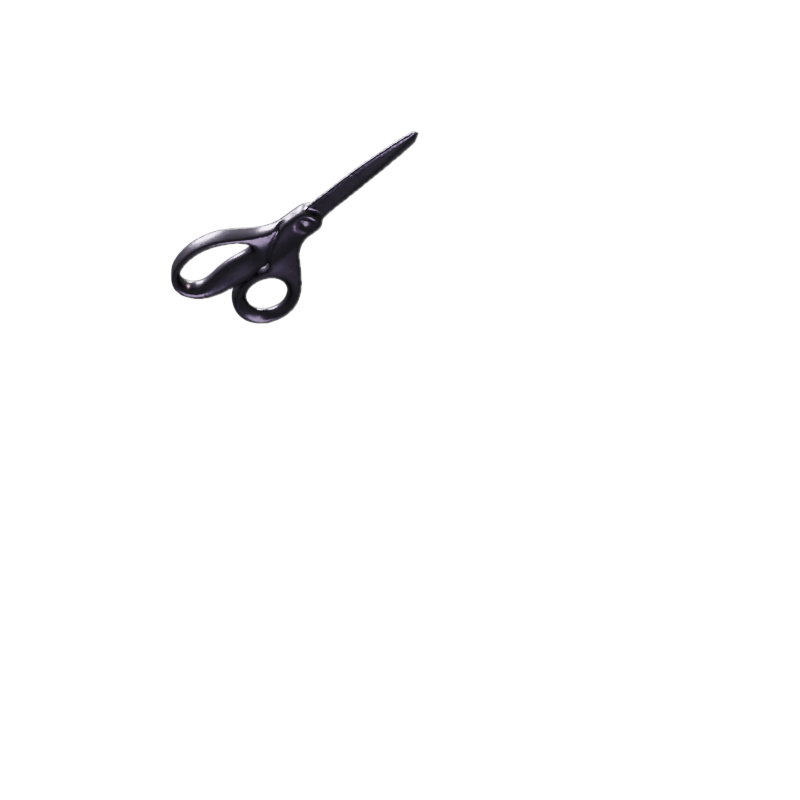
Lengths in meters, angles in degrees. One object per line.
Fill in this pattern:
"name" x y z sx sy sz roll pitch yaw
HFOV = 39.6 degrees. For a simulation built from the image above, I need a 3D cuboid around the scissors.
"scissors" -0.056 -0.102 0.718 0.203 0.017 0.089 -20 -43 23
